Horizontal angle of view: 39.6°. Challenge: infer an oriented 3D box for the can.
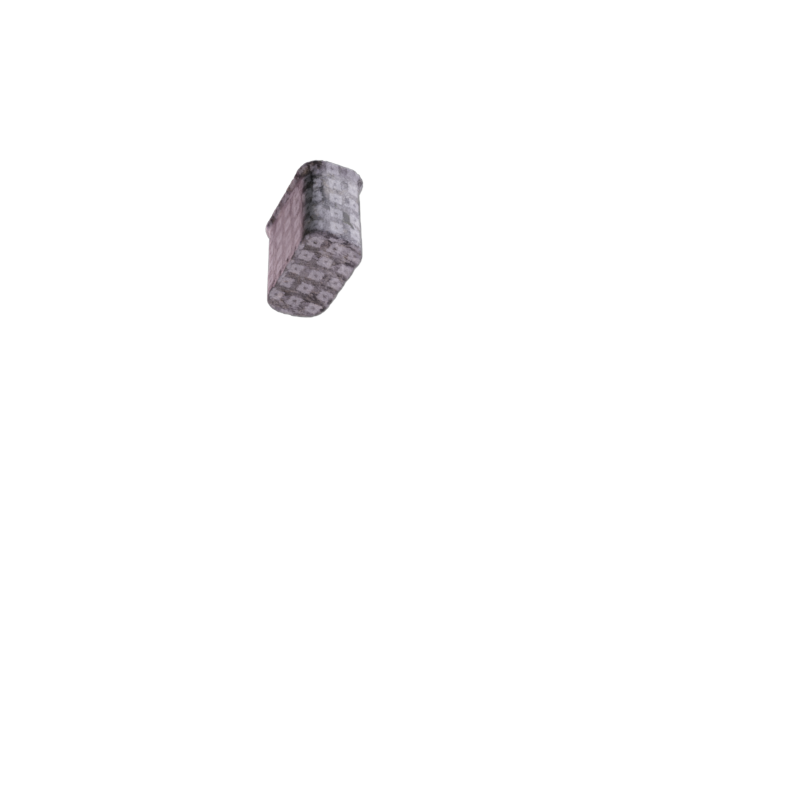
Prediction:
[{"bbox_3d":[-0.070,-0.128,0.895,0.055,0.090,0.098,17,-45,-21],"label":"can"}]
